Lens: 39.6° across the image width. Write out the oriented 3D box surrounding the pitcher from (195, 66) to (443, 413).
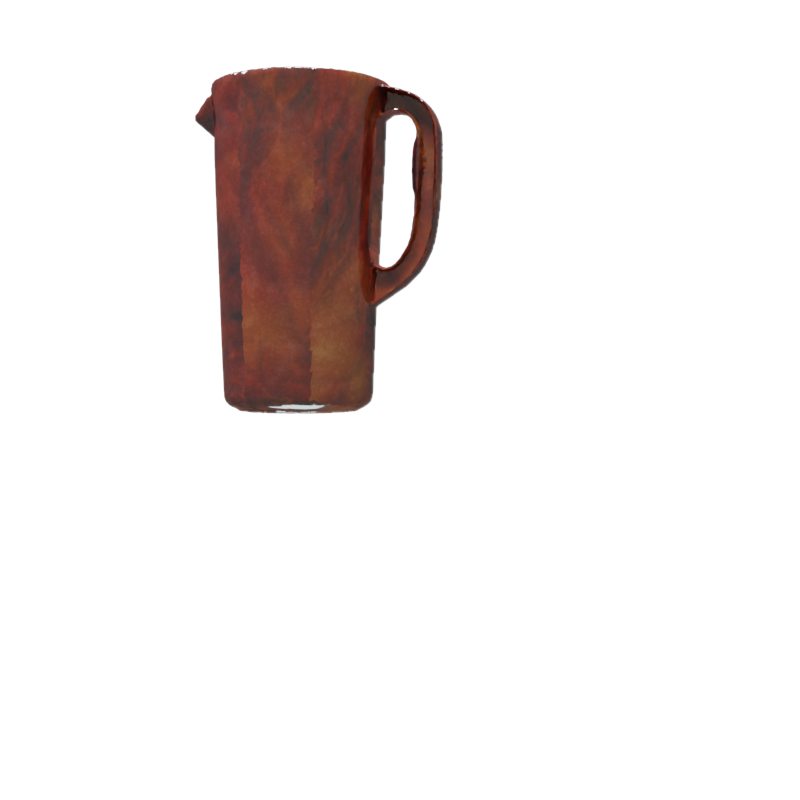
[{"bbox_3d":[-0.063,-0.115,0.806,0.140,0.246,0.153,1,-3,-30],"label":"pitcher"}]
